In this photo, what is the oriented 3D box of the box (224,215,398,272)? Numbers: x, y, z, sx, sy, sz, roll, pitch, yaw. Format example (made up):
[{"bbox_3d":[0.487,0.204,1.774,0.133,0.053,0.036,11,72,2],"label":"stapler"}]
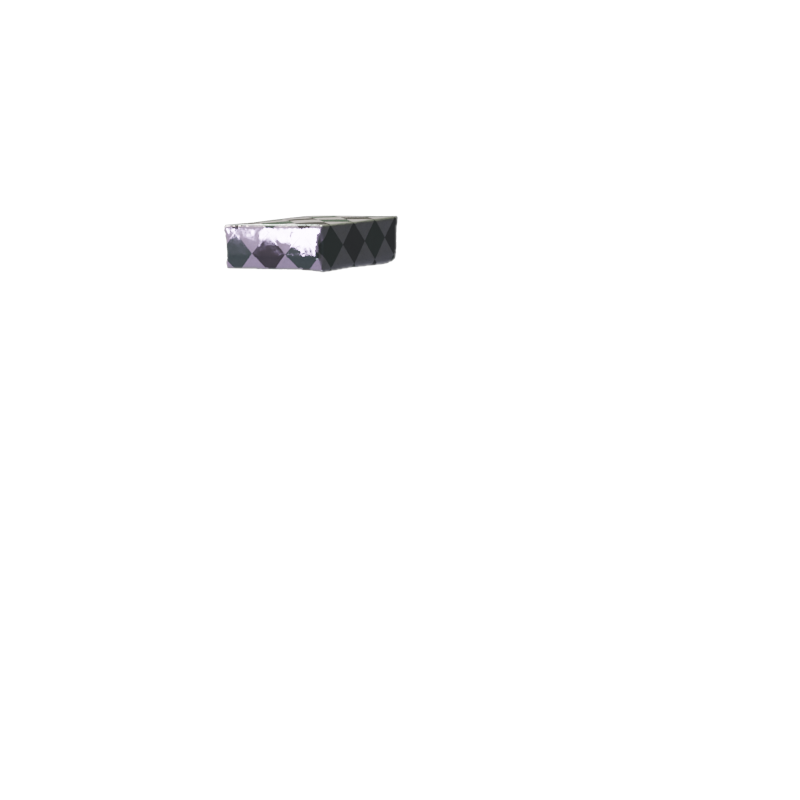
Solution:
[{"bbox_3d":[-0.067,-0.123,0.858,0.093,0.038,0.111,6,12,31],"label":"box"}]
